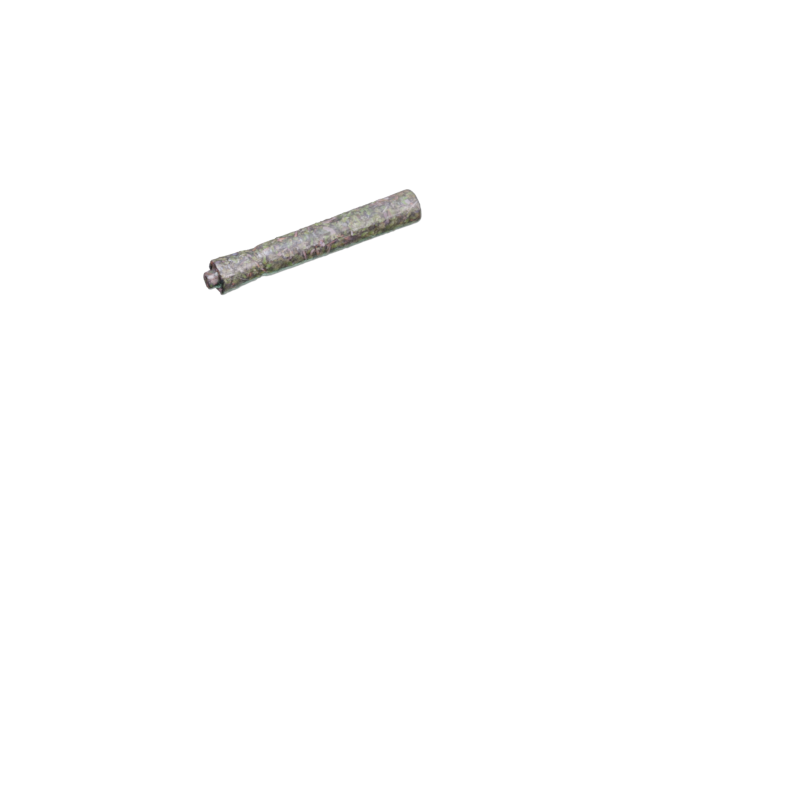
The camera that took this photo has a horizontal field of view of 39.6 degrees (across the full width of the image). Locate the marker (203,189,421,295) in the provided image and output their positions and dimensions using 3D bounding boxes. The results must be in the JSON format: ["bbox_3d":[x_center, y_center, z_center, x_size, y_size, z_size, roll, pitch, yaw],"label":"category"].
[{"bbox_3d":[-0.045,-0.082,0.572,0.120,0.019,0.020,-23,12,-20],"label":"marker"}]
